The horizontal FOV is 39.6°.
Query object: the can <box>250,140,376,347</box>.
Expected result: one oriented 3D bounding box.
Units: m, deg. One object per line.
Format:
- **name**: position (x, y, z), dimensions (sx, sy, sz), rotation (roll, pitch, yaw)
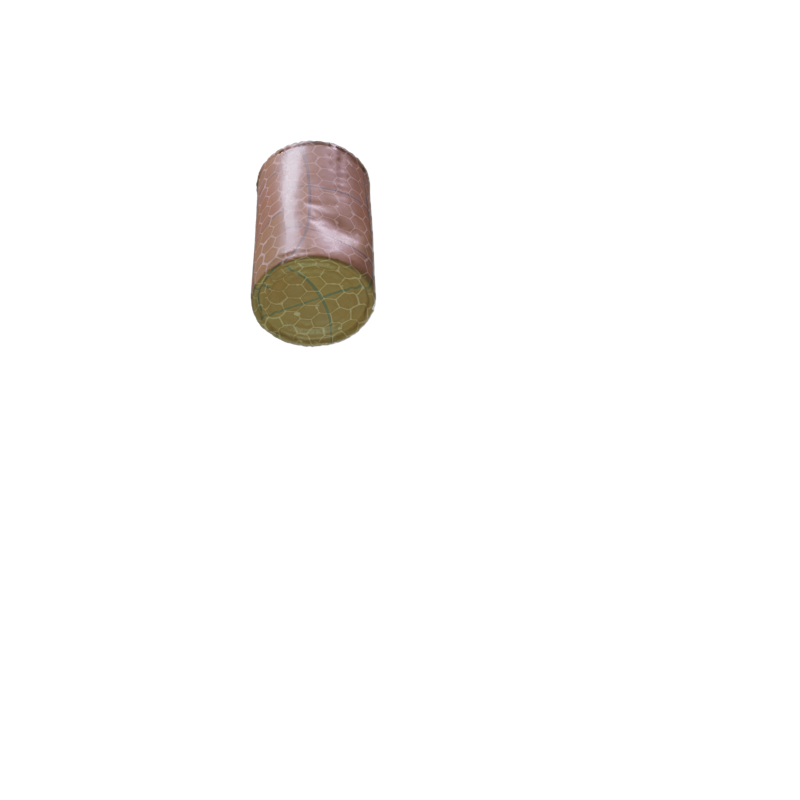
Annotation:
- **can**: position (-0.049, -0.089, 0.622), dimensions (0.068, 0.064, 0.110), rotation (-1, 45, -3)
